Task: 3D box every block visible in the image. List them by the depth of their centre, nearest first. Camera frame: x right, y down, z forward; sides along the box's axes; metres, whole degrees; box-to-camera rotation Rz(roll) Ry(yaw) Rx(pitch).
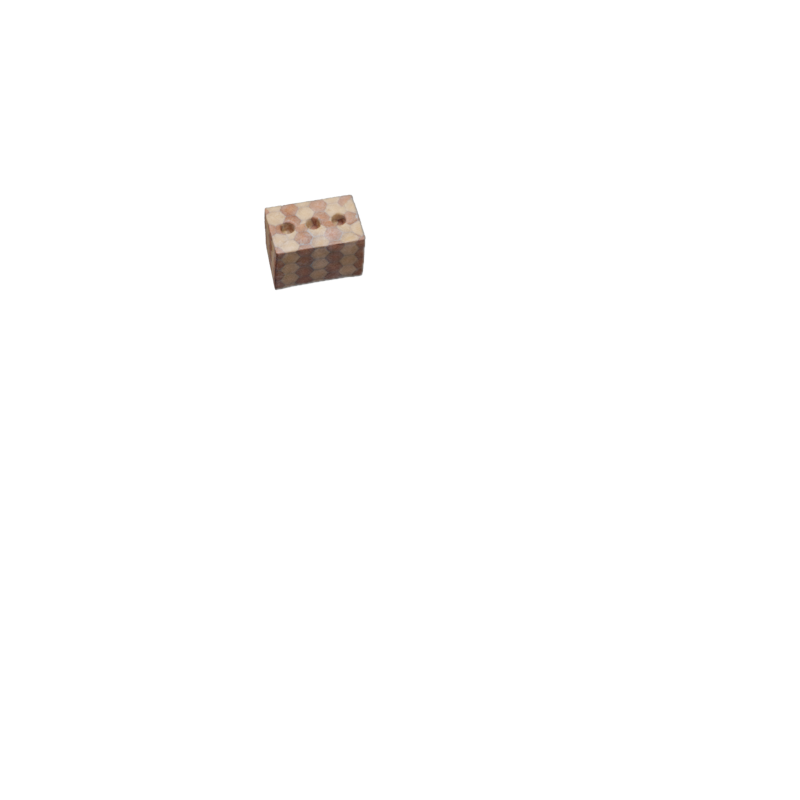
[{"bbox_3d":[-0.074,-0.134,0.939,0.077,0.057,0.048,-11,-33,-9],"label":"block"}]
